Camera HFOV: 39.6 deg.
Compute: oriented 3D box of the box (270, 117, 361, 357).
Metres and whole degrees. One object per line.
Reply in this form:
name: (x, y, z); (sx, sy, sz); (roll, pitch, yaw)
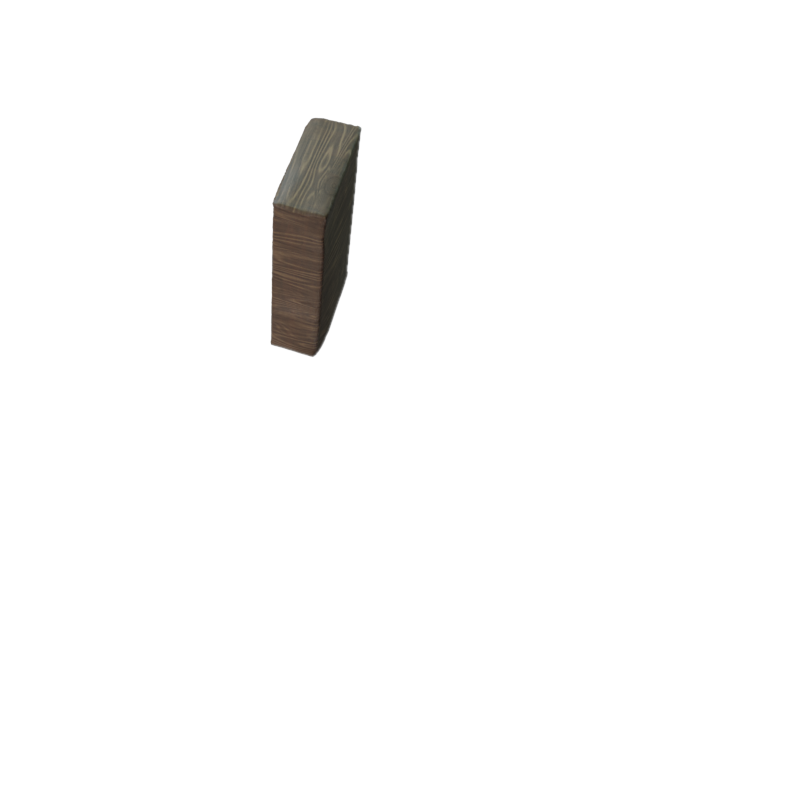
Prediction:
box: (-0.066, -0.120, 0.839); (0.049, 0.098, 0.165); (14, -35, 5)
